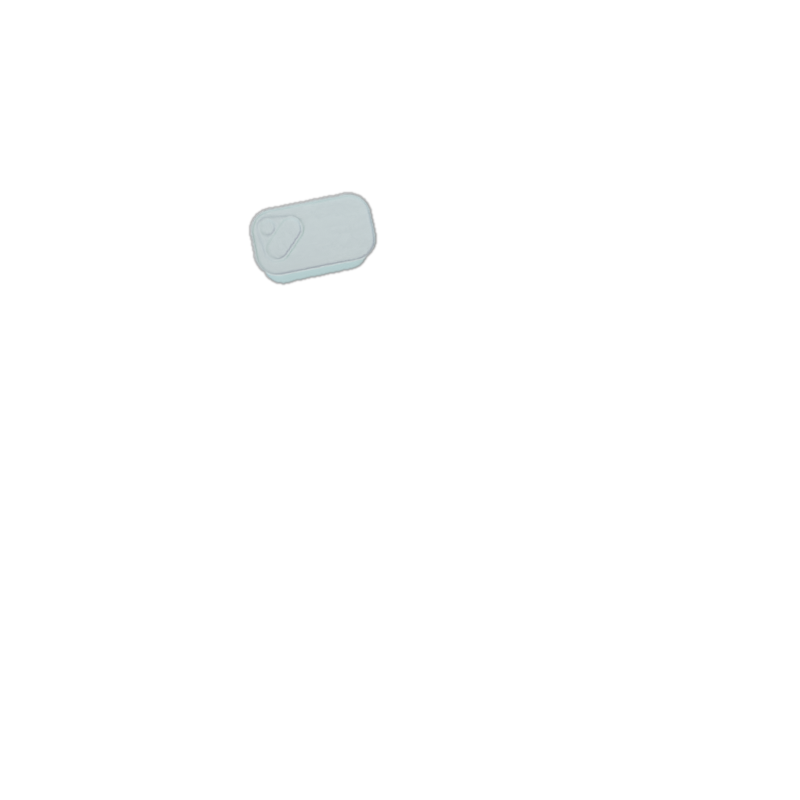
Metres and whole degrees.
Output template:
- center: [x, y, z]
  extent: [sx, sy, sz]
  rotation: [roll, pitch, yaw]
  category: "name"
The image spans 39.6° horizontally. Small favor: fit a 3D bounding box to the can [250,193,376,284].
- center: [-0.075, -0.136, 0.955]
  extent: [0.102, 0.058, 0.083]
  rotation: [-12, -2, -3]
  category: "can"
